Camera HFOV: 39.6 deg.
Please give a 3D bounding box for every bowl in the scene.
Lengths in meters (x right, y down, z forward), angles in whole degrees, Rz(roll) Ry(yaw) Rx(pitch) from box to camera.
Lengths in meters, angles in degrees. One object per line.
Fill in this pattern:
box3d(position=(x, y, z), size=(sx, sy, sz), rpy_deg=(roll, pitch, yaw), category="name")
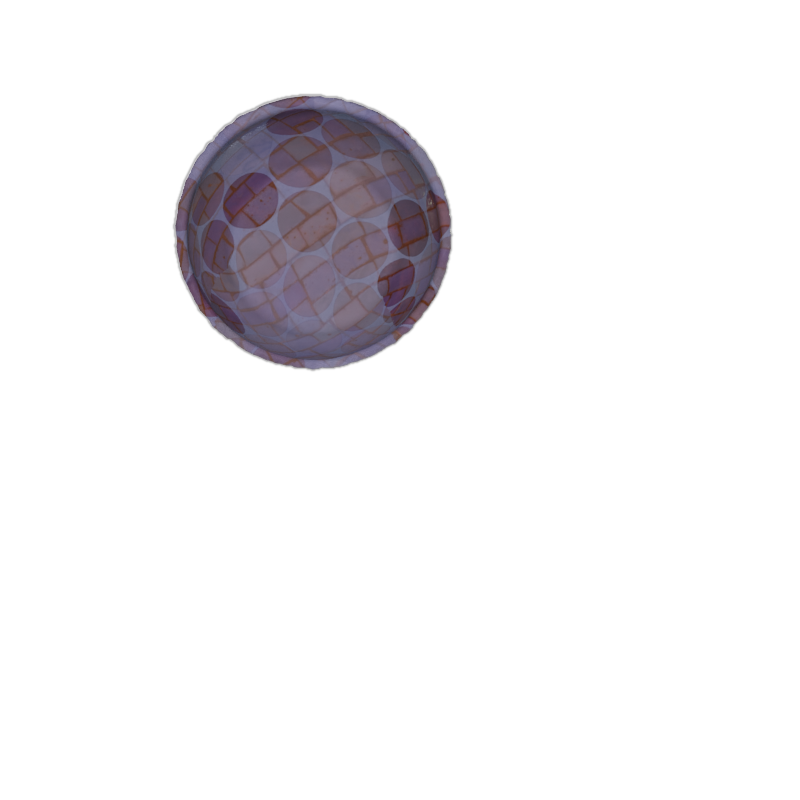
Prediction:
box3d(position=(-0.049, -0.089, 0.622), size=(0.162, 0.158, 0.056), rpy_deg=(0, 10, -1), category="bowl")
